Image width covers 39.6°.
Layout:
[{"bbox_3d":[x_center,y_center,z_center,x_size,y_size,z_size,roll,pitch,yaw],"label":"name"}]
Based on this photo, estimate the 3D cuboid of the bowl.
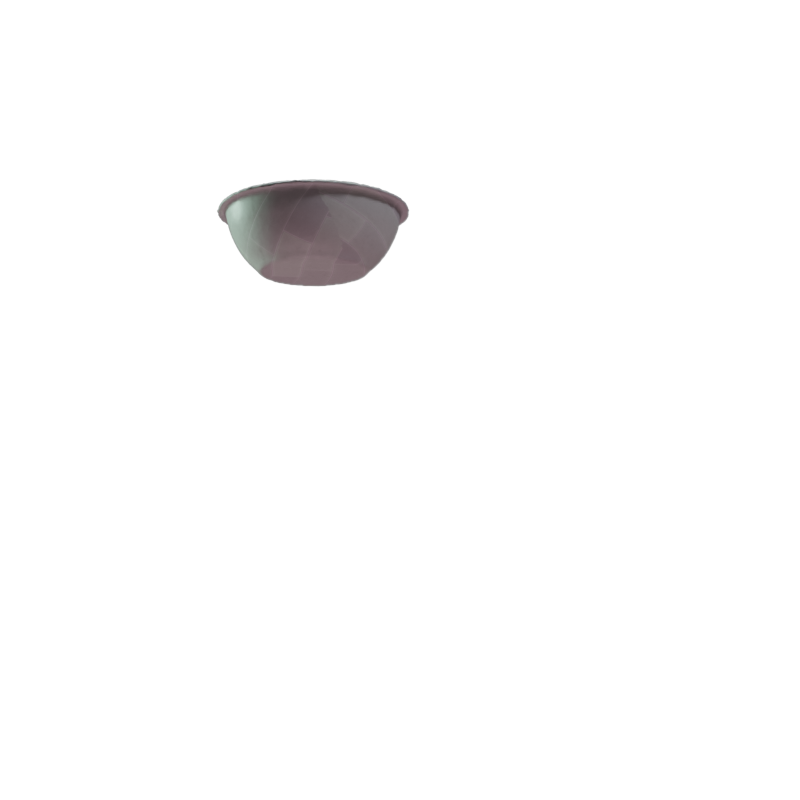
[{"bbox_3d":[-0.073,-0.133,0.931,0.162,0.057,0.157,0,-10,-2],"label":"bowl"}]
